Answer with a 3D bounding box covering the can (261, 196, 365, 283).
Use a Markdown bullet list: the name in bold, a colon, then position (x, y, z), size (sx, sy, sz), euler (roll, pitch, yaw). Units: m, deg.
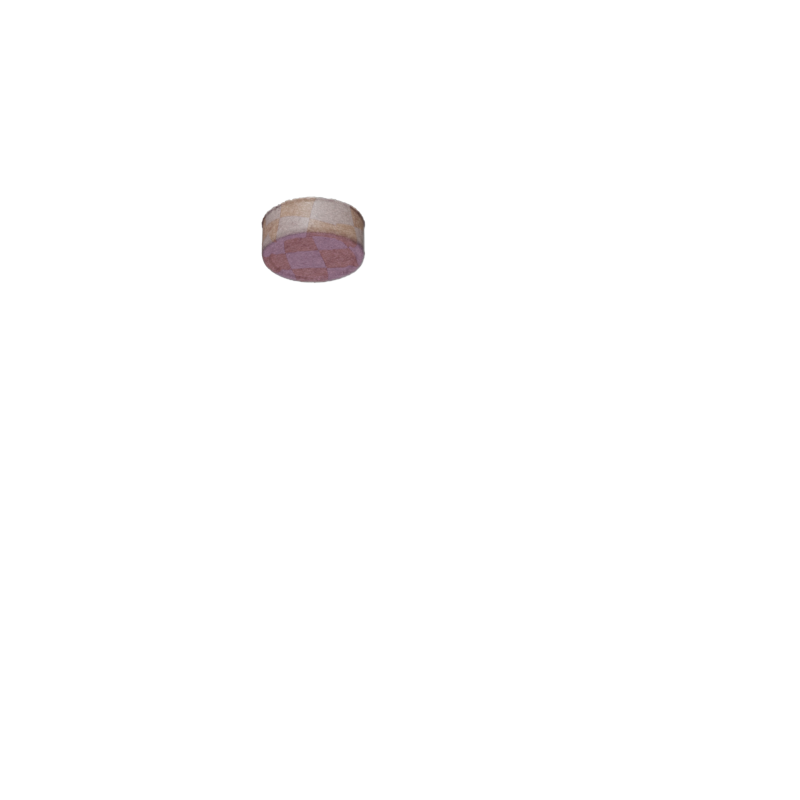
- **can**: position (-0.071, -0.130, 0.909), size (0.086, 0.036, 0.081), euler (1, -25, -2)
